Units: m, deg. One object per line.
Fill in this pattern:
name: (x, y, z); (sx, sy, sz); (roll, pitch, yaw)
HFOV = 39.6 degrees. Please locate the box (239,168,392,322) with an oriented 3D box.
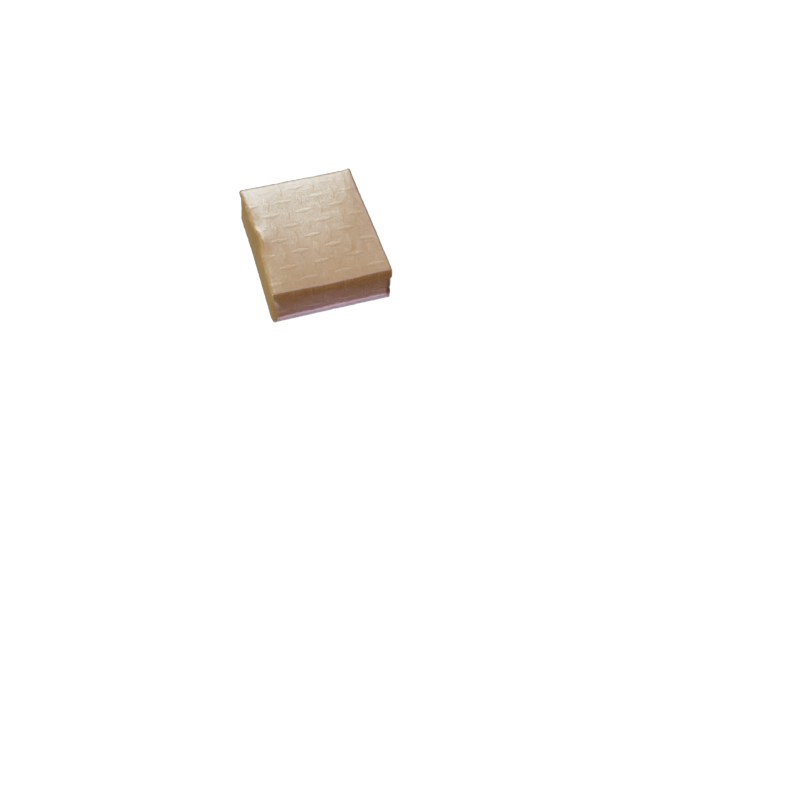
box: (-0.053, -0.096, 0.673); (0.072, 0.096, 0.028); (-13, -36, -10)
